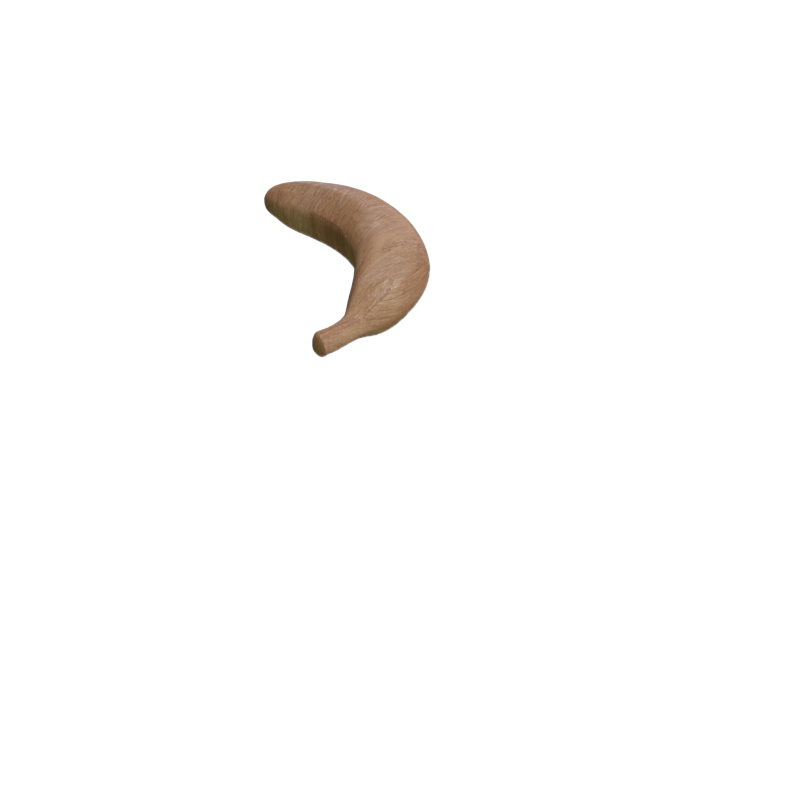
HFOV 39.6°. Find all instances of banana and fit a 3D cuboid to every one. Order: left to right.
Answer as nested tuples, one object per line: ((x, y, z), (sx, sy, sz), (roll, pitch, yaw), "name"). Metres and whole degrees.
((-0.026, -0.082, 0.578), (0.069, 0.035, 0.211), (-5, 27, -11), "banana")
